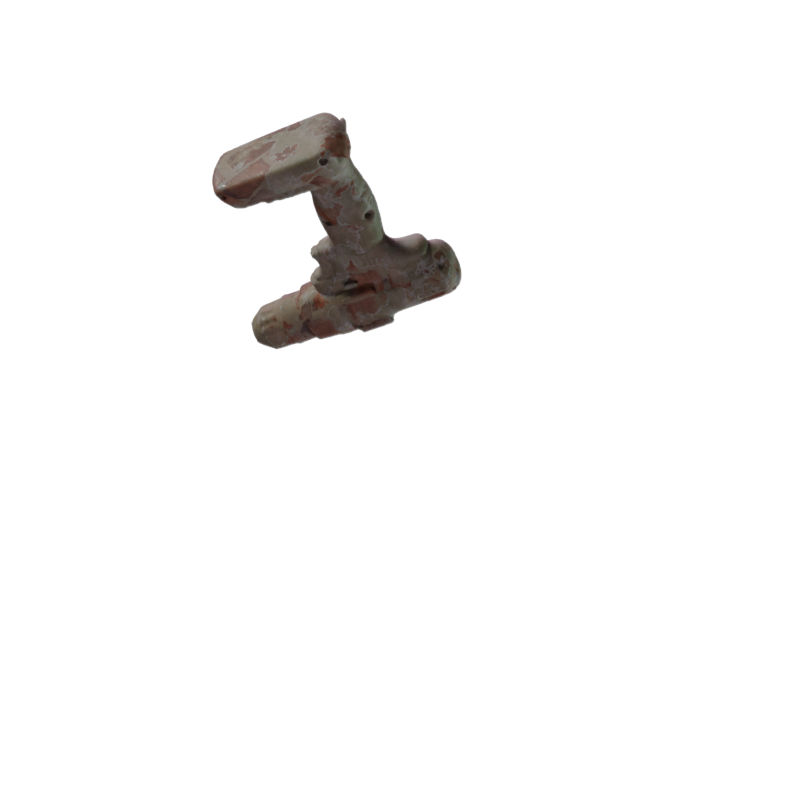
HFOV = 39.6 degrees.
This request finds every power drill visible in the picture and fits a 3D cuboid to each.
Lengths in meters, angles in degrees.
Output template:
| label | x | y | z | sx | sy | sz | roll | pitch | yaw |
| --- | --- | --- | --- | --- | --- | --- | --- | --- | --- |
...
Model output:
| label | x | y | z | sx | sy | sz | roll | pitch | yaw |
| --- | --- | --- | --- | --- | --- | --- | --- | --- | --- |
| power drill | -0.068 | -0.124 | 0.867 | 0.186 | 0.062 | 0.173 | -19 | -47 | 19 |
